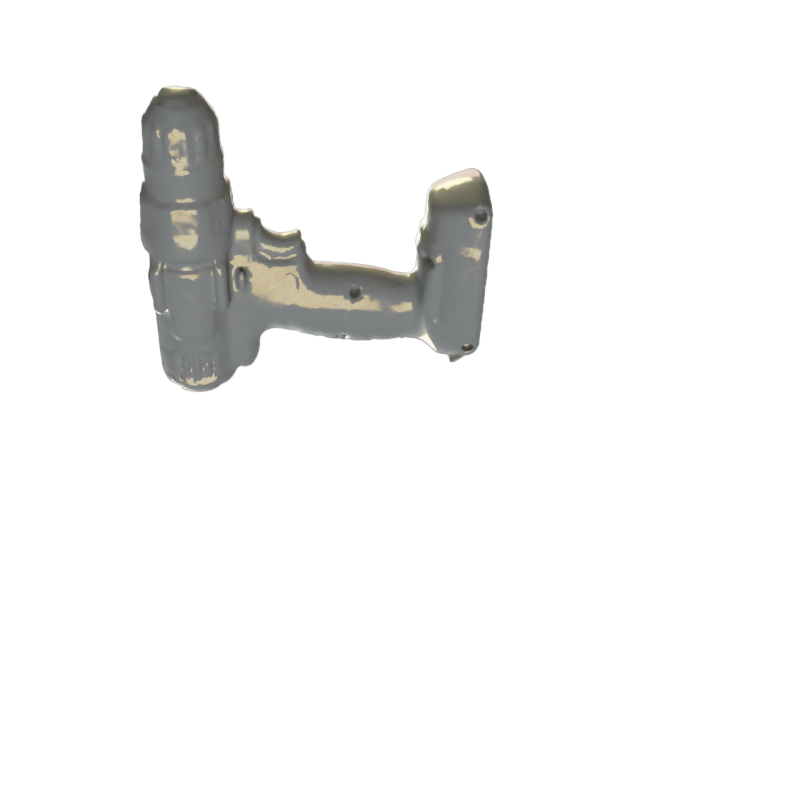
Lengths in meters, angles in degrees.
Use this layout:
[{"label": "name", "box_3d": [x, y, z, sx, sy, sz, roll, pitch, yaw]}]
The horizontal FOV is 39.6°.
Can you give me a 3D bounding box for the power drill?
[{"label": "power drill", "box_3d": [-0.048, -0.087, 0.608, 0.187, 0.172, 0.061, 0, 36, -1]}]
